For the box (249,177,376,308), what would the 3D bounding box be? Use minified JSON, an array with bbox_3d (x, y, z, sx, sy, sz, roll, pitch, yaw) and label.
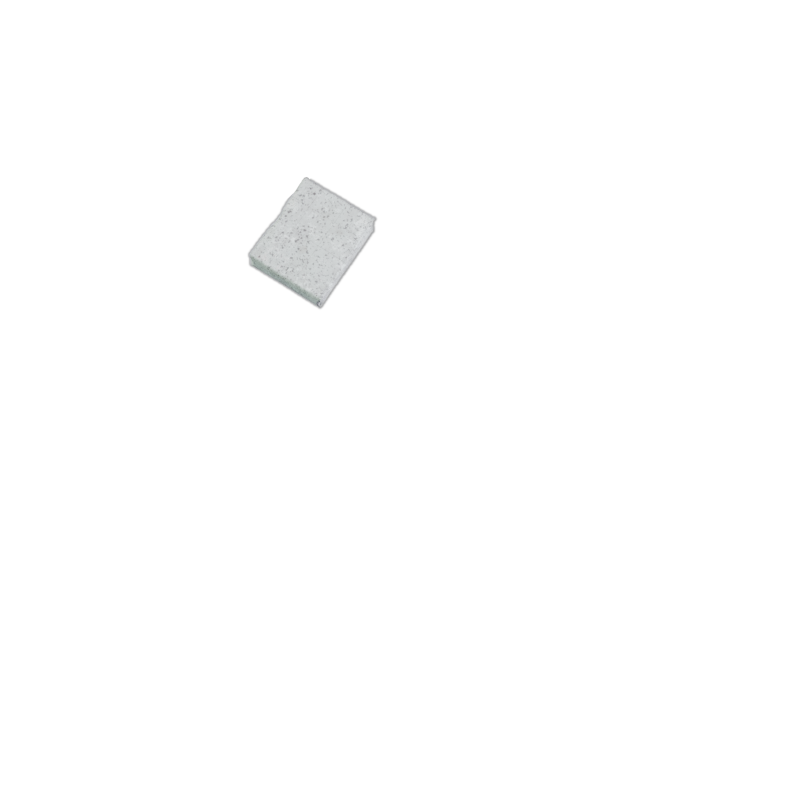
[{"bbox_3d":[-0.074,-0.135,0.942,0.075,0.091,0.029,31,-17,10],"label":"box"}]
